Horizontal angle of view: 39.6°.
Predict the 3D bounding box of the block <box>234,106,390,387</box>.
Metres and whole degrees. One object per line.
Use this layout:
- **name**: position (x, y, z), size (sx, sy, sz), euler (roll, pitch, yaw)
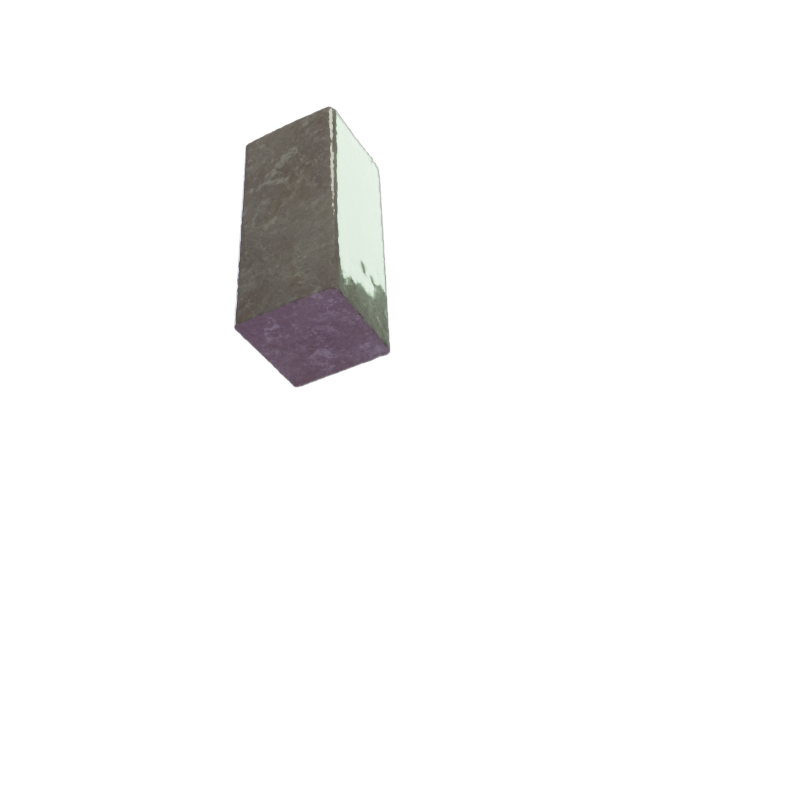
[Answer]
- **block**: position (-0.070, -0.129, 0.904), size (0.091, 0.221, 0.084), euler (-22, -44, 20)
